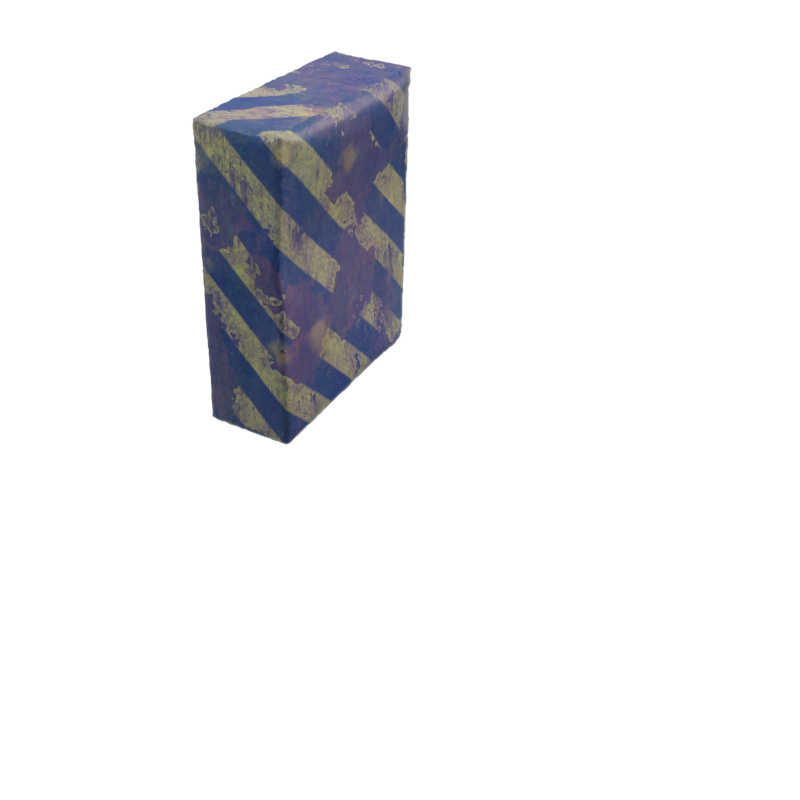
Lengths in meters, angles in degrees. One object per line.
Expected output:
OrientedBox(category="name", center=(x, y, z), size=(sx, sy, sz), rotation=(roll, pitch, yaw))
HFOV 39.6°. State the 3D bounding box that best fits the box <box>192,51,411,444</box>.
OrientedBox(category="box", center=(-0.058, -0.106, 0.740), size=(0.075, 0.202, 0.167), rotation=(16, 33, 24))
